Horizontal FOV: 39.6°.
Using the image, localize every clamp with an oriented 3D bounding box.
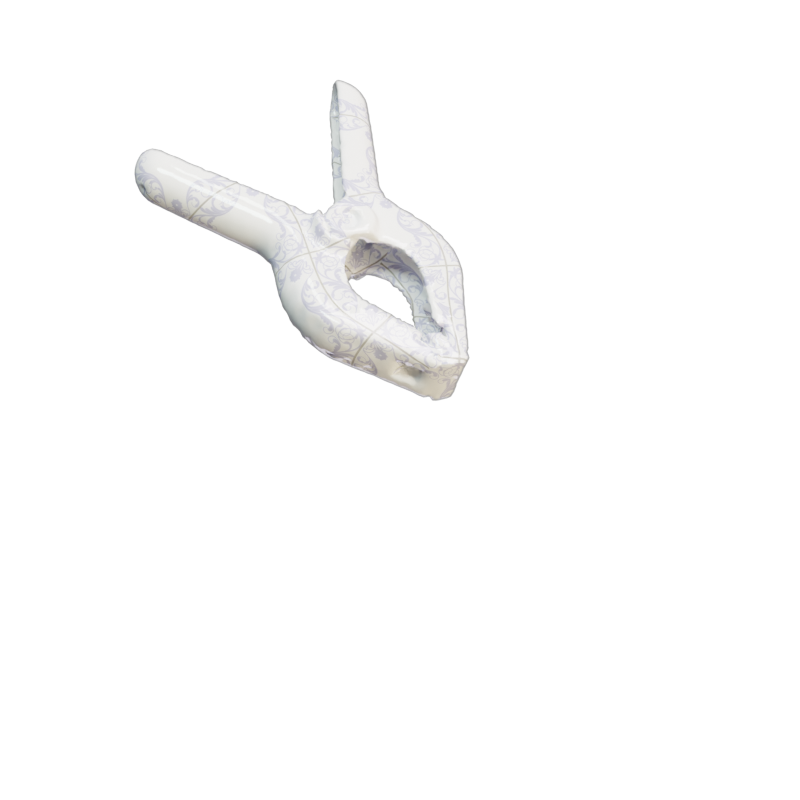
[{"bbox_3d":[-0.038,-0.069,0.482,0.119,0.185,0.037,-21,-33,-15],"label":"clamp"}]
